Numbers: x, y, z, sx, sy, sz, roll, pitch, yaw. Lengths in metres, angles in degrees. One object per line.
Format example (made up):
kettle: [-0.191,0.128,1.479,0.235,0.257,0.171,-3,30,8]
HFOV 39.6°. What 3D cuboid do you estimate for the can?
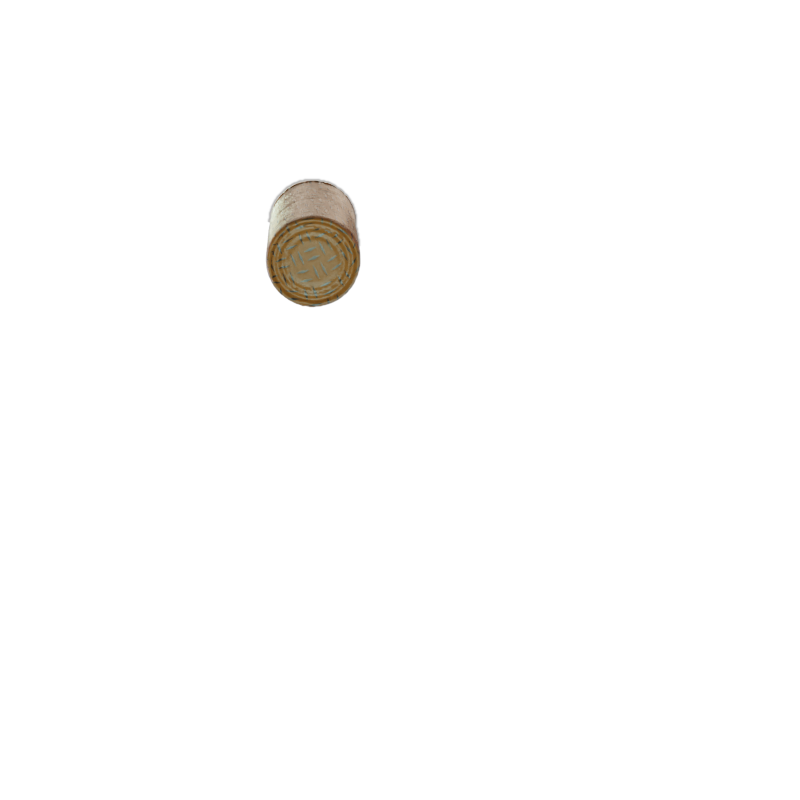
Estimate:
can: [-0.064,-0.117,0.817,0.068,0.065,0.107,0,23,-3]
